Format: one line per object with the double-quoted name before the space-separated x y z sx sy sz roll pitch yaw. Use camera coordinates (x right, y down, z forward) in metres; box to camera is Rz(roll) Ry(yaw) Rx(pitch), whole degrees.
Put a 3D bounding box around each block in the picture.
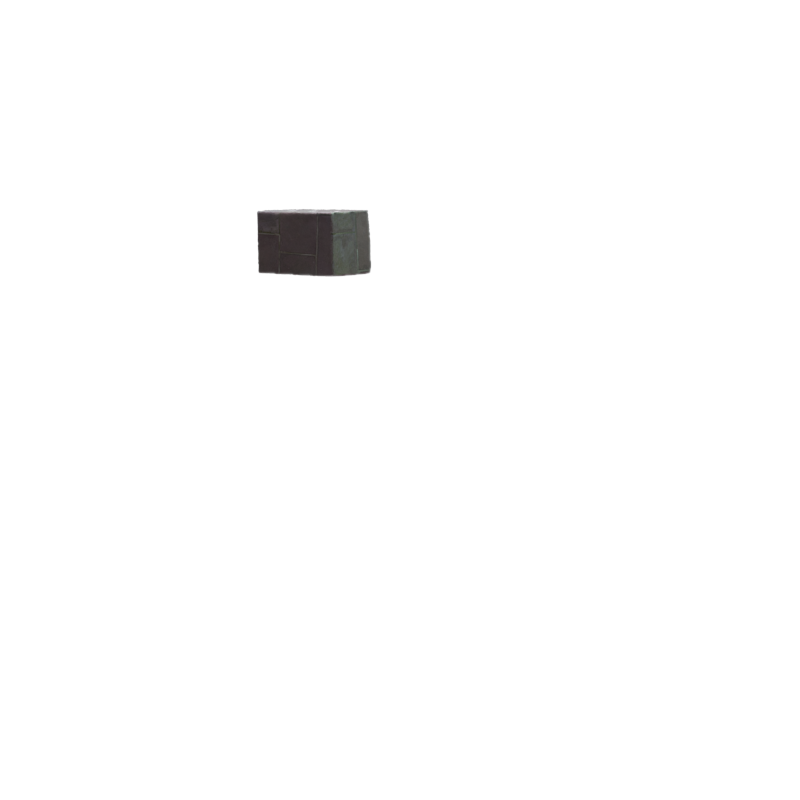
"block" -0.070 -0.127 0.890 0.081 0.051 0.051 6 9 34
